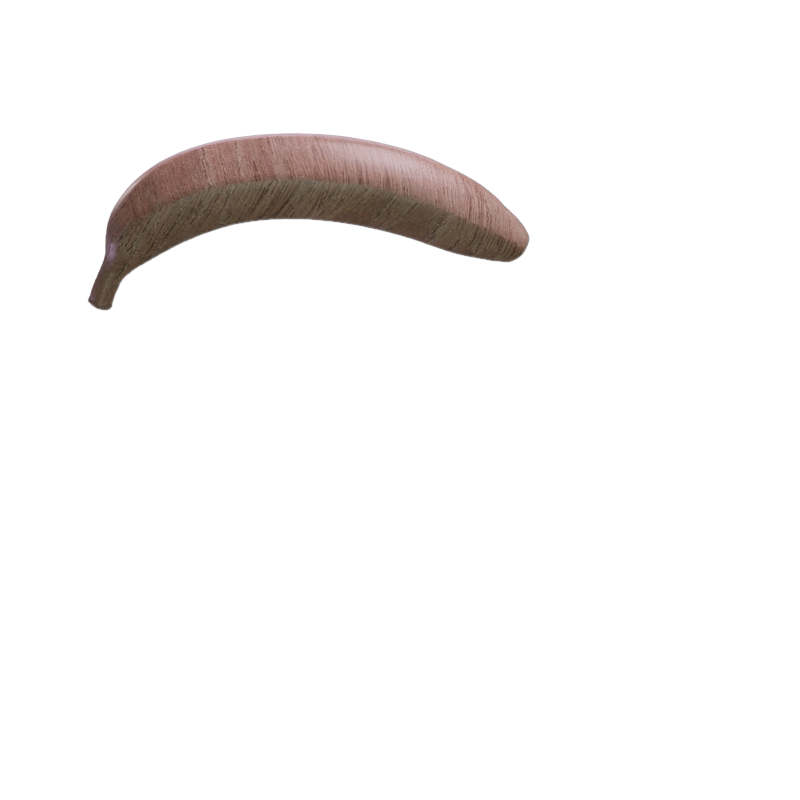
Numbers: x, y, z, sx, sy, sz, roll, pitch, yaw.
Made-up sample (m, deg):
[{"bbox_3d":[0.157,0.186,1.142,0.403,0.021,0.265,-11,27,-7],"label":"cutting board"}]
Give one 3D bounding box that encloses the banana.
[{"bbox_3d":[-0.044,-0.085,0.486,0.198,0.065,0.039,-5,34,3],"label":"banana"}]
